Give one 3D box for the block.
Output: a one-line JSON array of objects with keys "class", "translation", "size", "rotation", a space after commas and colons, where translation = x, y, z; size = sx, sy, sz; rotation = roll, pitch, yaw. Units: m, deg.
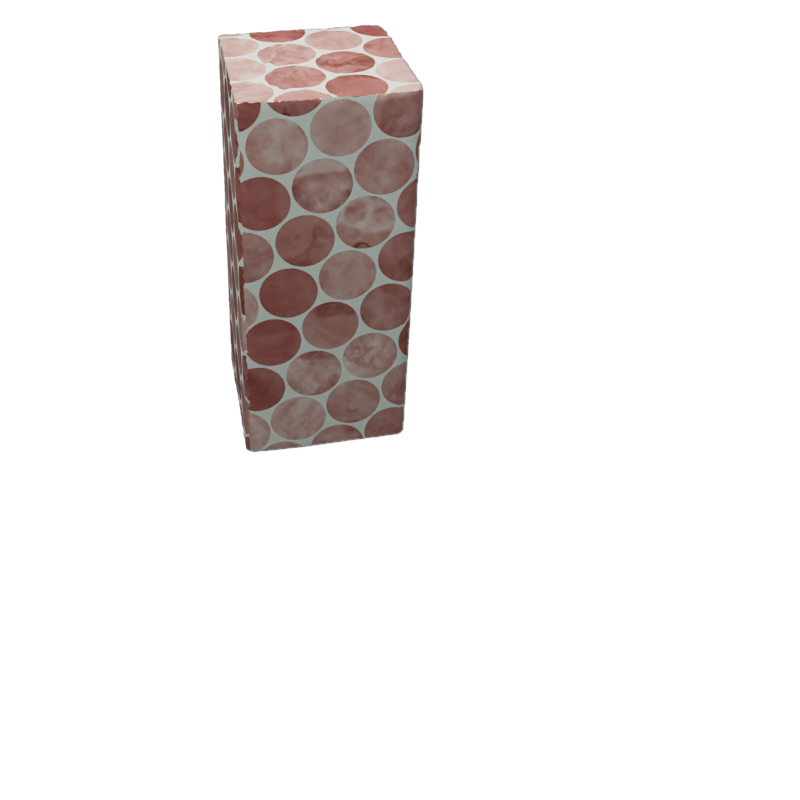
[{"class": "block", "translation": [-0.046, -0.084, 0.591], "size": [0.089, 0.193, 0.098], "rotation": [-5, 34, -11]}]
